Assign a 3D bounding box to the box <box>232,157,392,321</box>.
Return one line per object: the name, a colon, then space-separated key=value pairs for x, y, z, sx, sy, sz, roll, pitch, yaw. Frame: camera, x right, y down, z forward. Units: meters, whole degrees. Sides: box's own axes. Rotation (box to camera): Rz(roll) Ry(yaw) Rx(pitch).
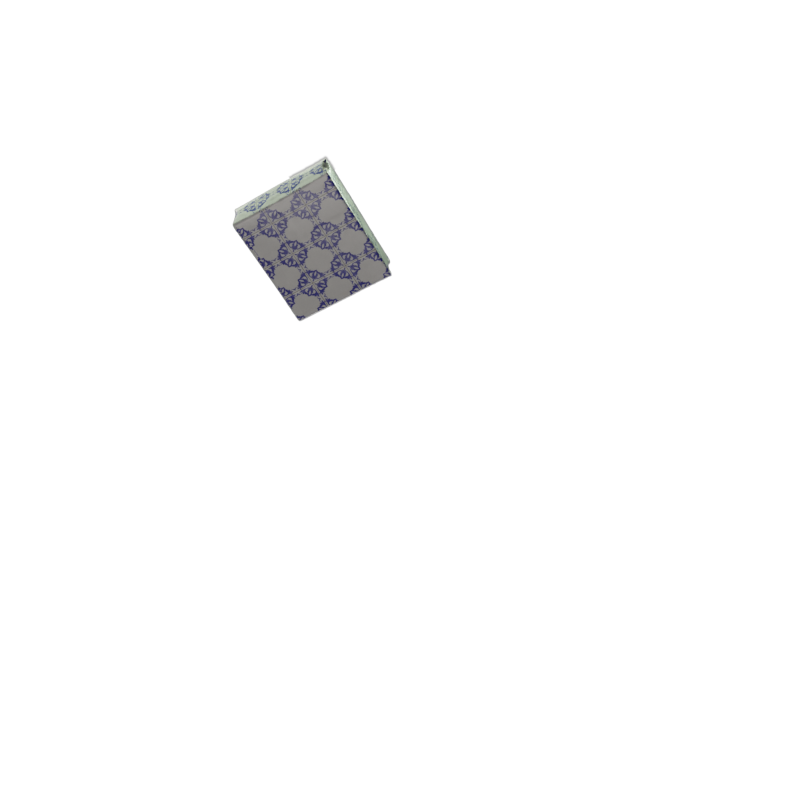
box: x=-0.058 y=-0.106 z=0.744 sx=0.073 sy=0.084 sz=0.032 roll=-27 pitch=25 yaw=13
